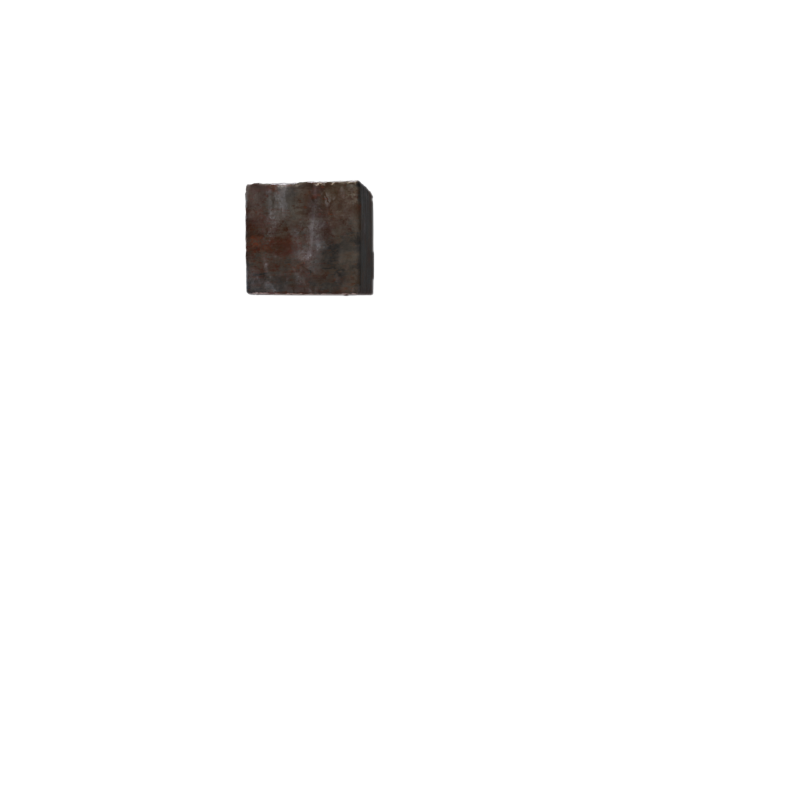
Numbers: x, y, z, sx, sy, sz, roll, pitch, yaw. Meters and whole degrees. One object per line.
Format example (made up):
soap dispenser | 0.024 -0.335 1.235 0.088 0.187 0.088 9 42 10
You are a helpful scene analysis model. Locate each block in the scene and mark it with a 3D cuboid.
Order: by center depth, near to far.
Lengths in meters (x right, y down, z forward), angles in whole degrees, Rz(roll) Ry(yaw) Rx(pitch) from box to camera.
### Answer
block | -0.041 -0.075 0.527 0.053 0.051 0.078 0 3 4
